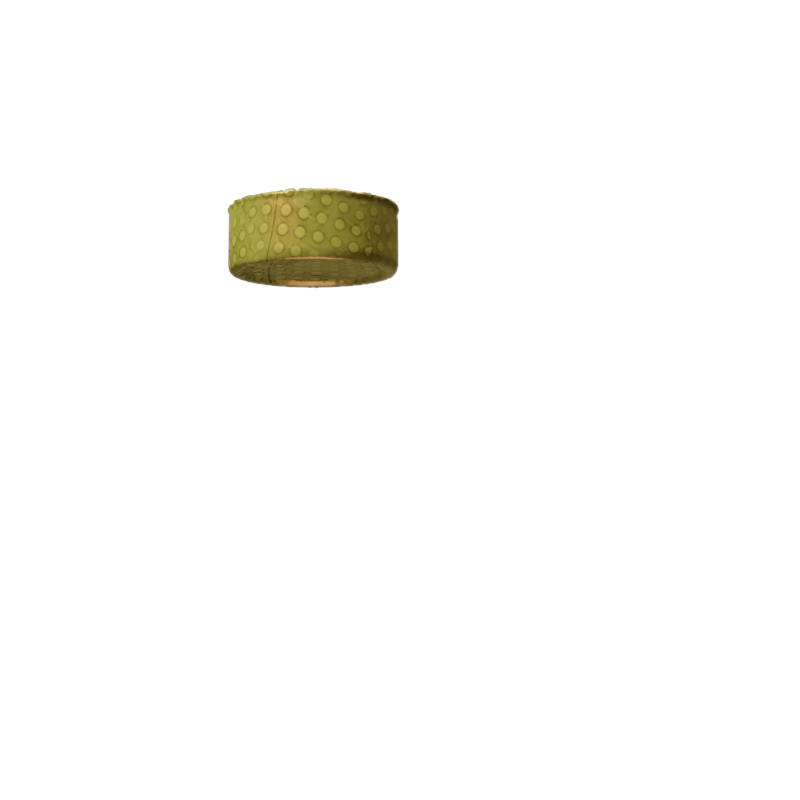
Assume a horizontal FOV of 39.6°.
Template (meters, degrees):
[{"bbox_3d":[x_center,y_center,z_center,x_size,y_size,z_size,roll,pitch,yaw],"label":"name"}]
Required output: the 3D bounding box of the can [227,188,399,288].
[{"bbox_3d":[-0.043,-0.079,0.551,0.086,0.034,0.084,0,-5,-2],"label":"can"}]
